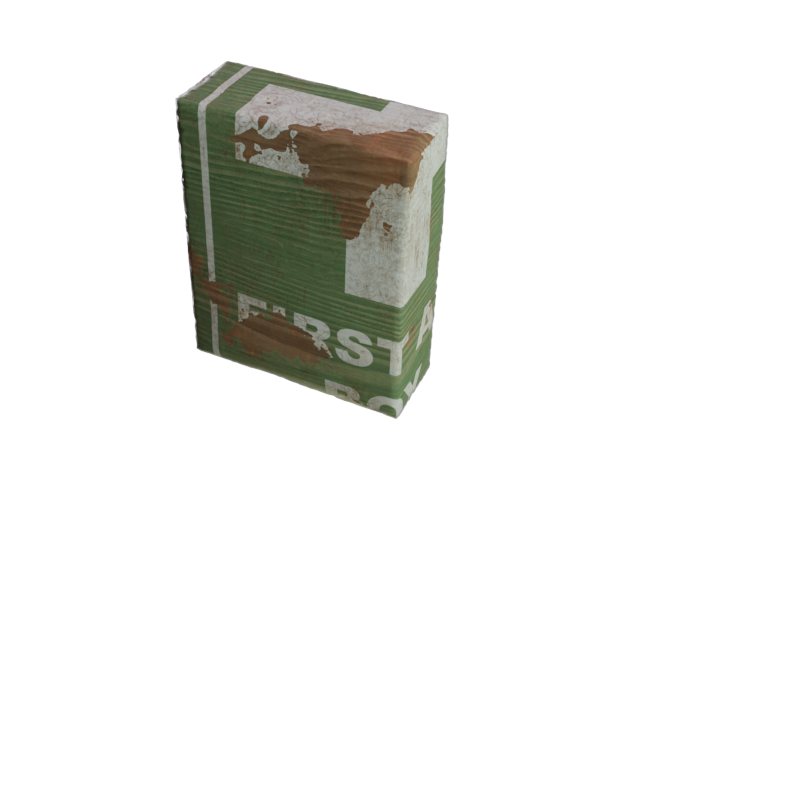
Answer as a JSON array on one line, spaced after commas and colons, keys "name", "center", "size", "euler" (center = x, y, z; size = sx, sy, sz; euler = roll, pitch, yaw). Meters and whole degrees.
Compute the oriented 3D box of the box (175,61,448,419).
[{"name": "box", "center": [-0.059, -0.107, 0.748], "size": [0.170, 0.199, 0.074], "euler": [19, 42, 19]}]
